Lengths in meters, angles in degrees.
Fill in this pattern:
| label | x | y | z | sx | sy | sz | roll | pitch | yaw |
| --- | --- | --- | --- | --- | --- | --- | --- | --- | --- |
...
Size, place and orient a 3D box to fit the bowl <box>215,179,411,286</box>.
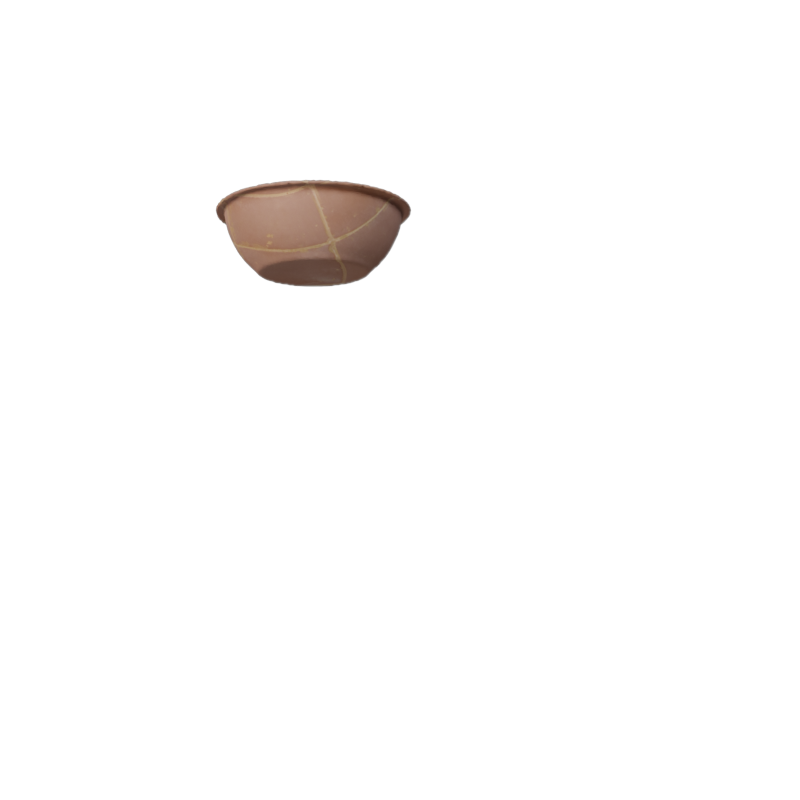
| label | x | y | z | sx | sy | sz | roll | pitch | yaw |
| --- | --- | --- | --- | --- | --- | --- | --- | --- | --- |
| bowl | -0.071 | -0.130 | 0.912 | 0.162 | 0.057 | 0.157 | 0 | -10 | -2 |
